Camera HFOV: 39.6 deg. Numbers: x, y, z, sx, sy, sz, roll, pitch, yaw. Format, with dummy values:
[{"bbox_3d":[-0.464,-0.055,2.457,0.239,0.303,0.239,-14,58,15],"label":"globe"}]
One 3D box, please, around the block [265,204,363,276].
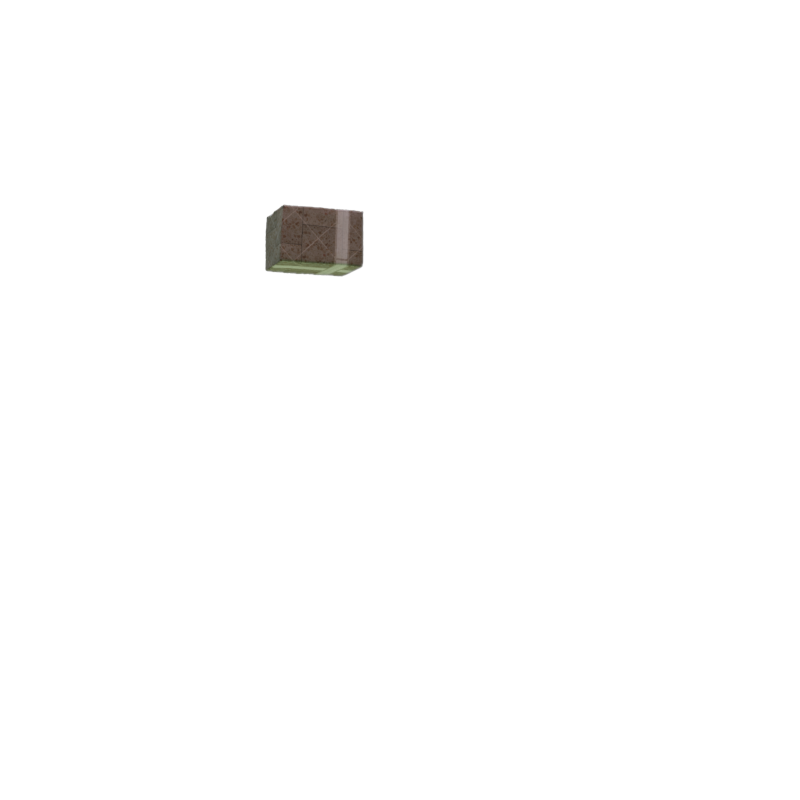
[{"bbox_3d":[-0.078,-0.142,0.992,0.076,0.053,0.053,2,-8,-21],"label":"block"}]
